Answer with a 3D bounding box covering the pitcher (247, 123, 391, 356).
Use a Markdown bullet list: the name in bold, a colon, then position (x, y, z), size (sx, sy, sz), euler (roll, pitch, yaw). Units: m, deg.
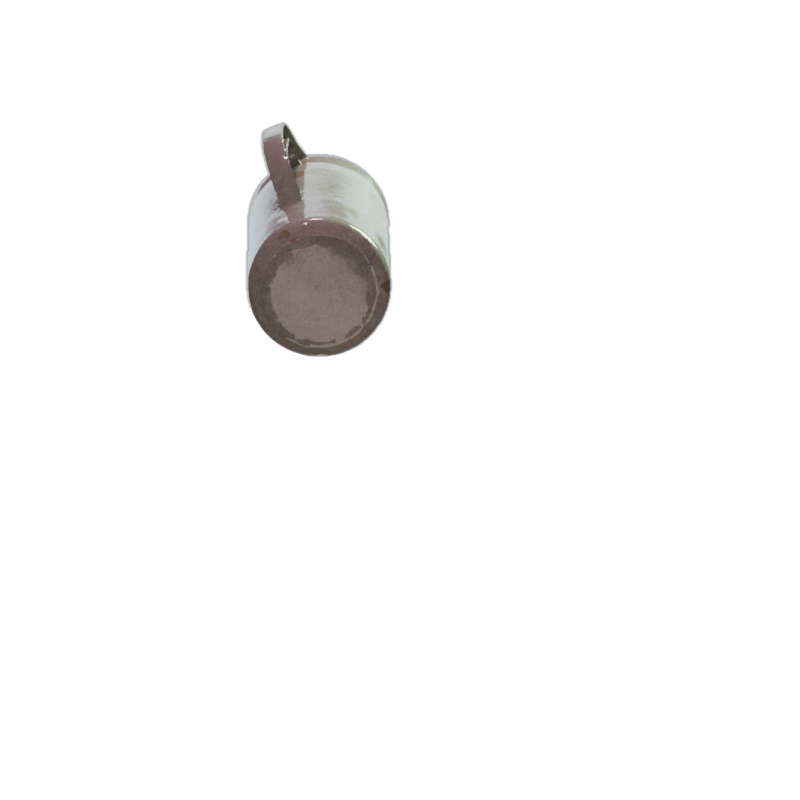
- **pitcher**: position (-0.073, -0.134, 0.936), size (0.147, 0.142, 0.253), euler (23, 16, -10)
